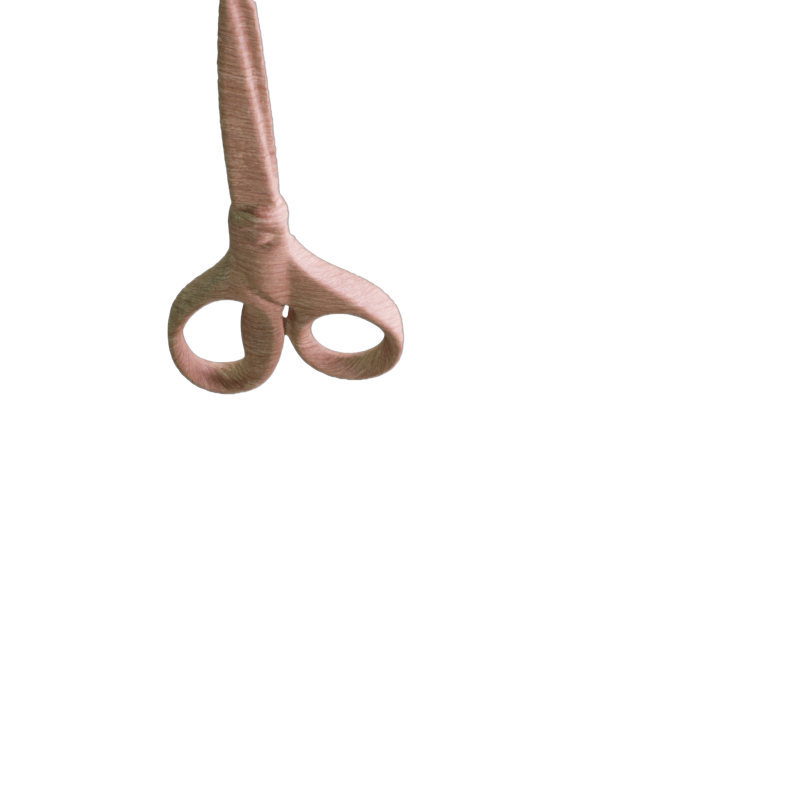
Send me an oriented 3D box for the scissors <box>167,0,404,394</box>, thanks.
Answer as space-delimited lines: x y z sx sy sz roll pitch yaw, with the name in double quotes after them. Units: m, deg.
-0.028 -0.051 0.361 0.094 0.017 0.193 9 -30 -15 "scissors"
